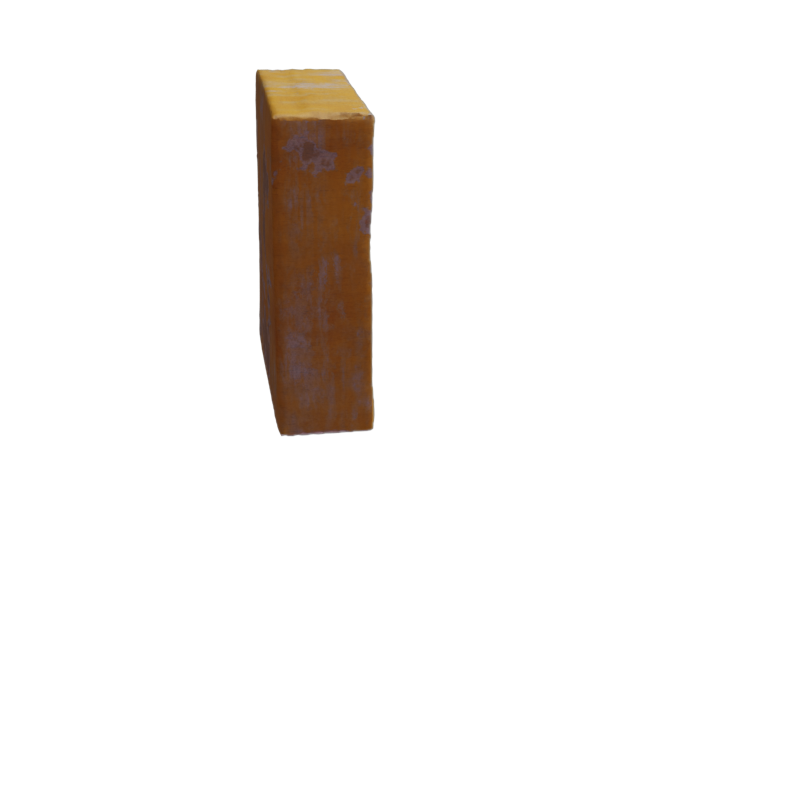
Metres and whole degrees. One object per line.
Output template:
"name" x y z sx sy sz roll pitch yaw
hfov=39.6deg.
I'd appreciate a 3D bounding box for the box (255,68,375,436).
"box" -0.060 -0.109 0.761 0.071 0.204 0.174 -2 22 -10
